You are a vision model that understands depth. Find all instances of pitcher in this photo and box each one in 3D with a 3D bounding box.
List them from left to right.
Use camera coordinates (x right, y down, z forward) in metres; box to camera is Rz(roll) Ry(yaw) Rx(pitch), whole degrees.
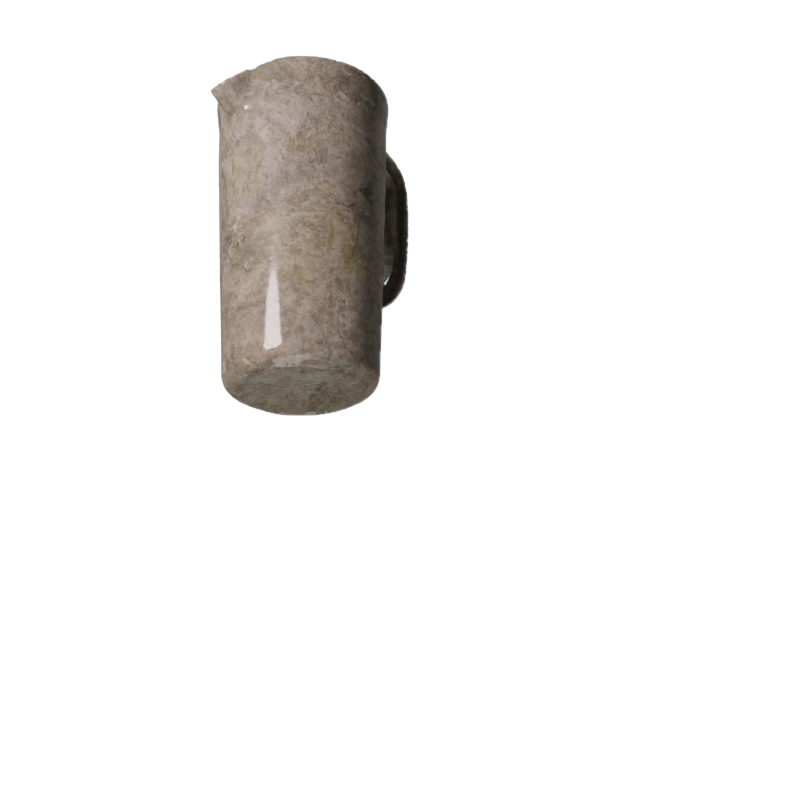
[{"bbox_3d":[-0.064,-0.116,0.812,0.149,0.258,0.136,-1,-27,-1],"label":"pitcher"}]
